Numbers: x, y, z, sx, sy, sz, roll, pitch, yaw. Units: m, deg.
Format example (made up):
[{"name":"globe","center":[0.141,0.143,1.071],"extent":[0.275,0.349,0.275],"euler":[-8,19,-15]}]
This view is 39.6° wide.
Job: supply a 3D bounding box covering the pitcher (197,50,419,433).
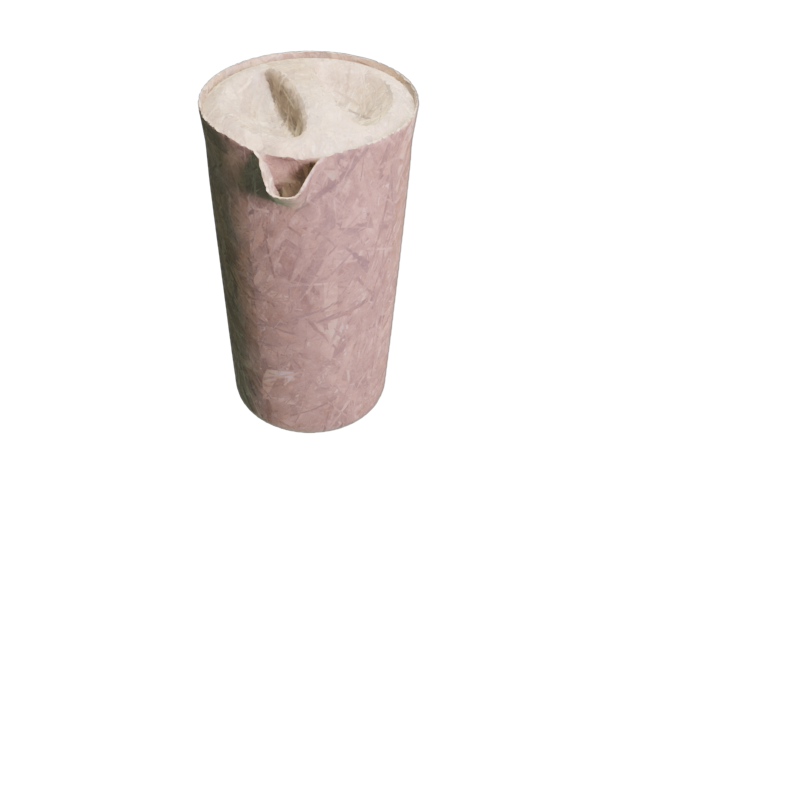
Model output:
[{"name":"pitcher","center":[-0.058,-0.106,0.743],"extent":[0.148,0.227,0.156],"euler":[-25,47,-30]}]
